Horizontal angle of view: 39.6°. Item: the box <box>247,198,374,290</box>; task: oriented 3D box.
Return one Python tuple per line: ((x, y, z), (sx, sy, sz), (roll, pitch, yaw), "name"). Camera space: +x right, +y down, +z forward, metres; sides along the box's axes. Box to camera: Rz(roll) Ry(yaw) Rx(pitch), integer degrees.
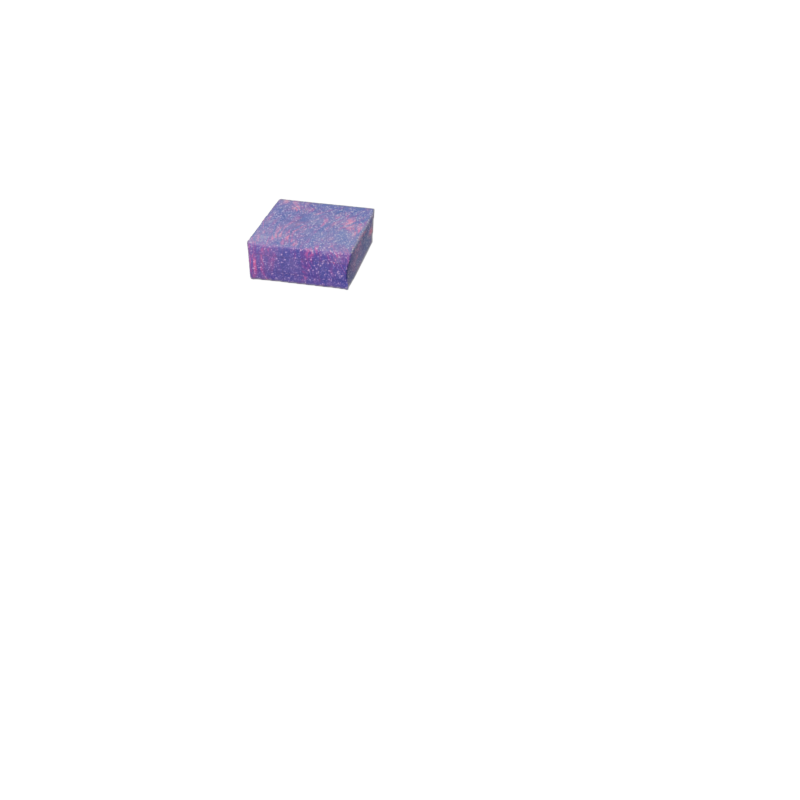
((-0.076, -0.138, 0.965), (0.091, 0.037, 0.118), (5, 30, 9), "box")
